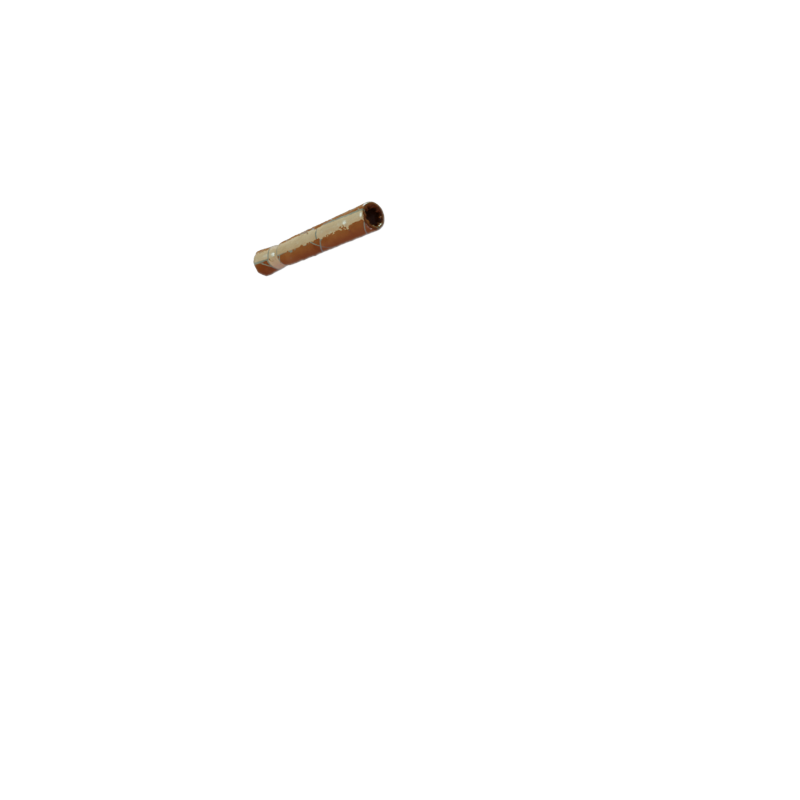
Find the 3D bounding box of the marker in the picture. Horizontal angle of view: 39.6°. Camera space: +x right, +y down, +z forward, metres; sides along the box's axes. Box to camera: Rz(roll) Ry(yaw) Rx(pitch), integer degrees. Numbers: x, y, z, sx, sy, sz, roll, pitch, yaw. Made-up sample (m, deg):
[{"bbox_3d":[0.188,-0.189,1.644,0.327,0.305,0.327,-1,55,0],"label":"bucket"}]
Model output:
[{"bbox_3d":[-0.057,-0.103,0.721,0.019,0.020,0.123,-3,-7,-42],"label":"marker"}]
